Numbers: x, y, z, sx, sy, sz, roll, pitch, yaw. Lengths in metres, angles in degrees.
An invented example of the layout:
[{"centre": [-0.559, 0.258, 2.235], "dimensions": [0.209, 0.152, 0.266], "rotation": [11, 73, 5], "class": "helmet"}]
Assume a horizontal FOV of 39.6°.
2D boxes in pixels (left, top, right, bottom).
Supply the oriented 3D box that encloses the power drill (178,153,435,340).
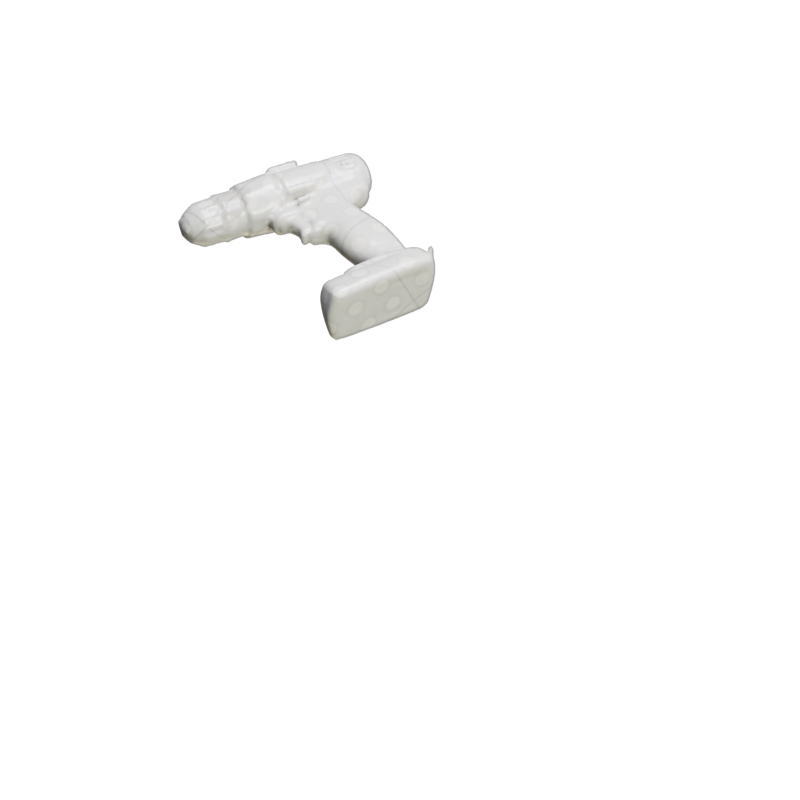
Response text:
[{"centre": [-0.074, -0.135, 0.944], "dimensions": [0.183, 0.053, 0.203], "rotation": [-23, 50, -21], "class": "power drill"}]
